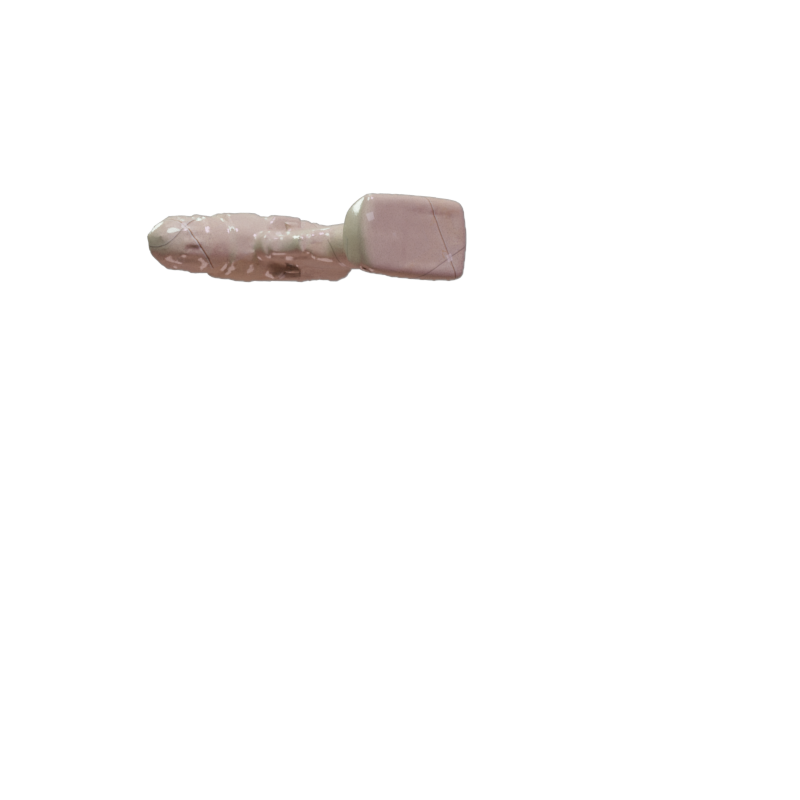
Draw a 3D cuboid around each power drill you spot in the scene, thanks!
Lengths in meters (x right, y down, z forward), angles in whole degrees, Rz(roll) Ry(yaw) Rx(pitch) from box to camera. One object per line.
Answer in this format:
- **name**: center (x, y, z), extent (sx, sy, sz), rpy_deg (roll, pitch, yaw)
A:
- **power drill**: center (-0.062, -0.113, 0.794), extent (0.178, 0.057, 0.195), rpy_deg (-5, 7, -43)
